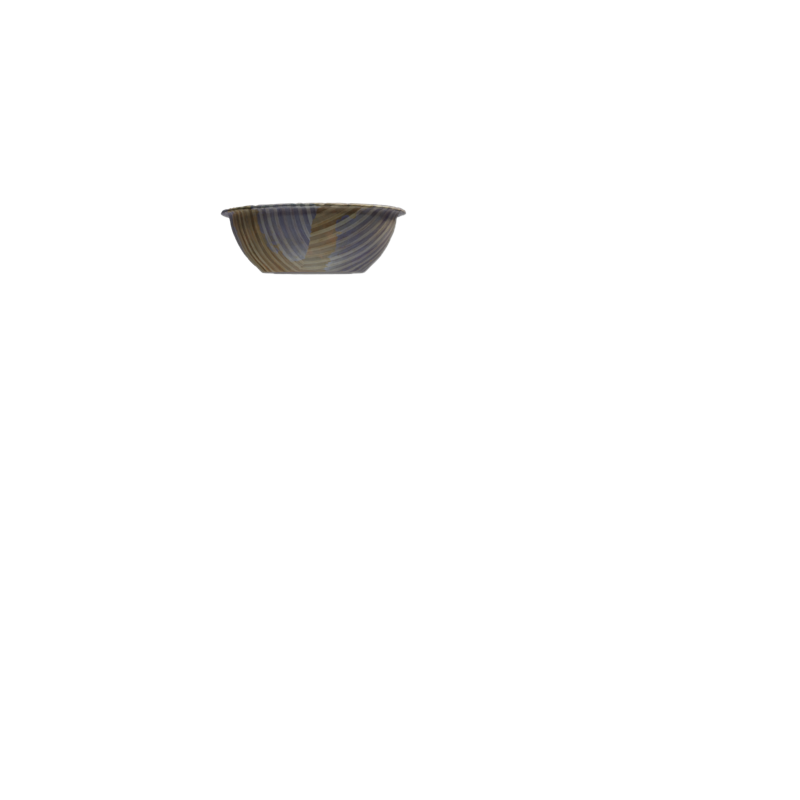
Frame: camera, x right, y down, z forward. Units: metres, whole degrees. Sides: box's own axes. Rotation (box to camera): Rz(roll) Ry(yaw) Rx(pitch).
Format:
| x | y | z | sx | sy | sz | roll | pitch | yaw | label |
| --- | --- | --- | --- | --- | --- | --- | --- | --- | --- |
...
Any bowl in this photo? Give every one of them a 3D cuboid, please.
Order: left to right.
| x | y | z | sx | sy | sz | roll | pitch | yaw | label |
| --- | --- | --- | --- | --- | --- | --- | --- | --- | --- |
| -0.076 | -0.138 | 0.969 | 0.162 | 0.055 | 0.163 | 0 | 4 | -2 | bowl |
